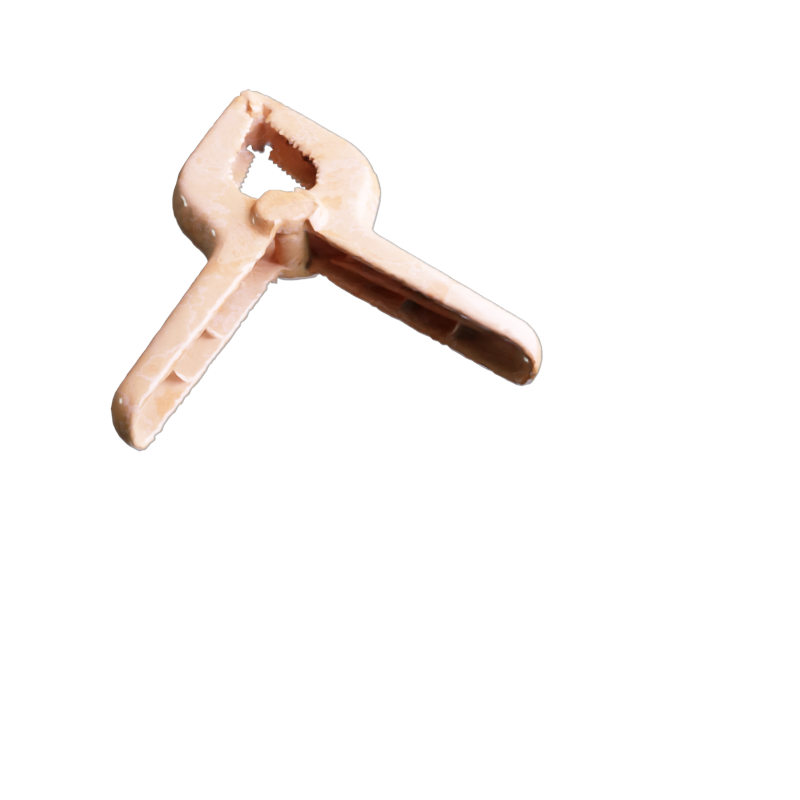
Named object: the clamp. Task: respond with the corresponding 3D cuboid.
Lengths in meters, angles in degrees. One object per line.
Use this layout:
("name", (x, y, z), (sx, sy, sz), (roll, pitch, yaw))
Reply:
("clamp", (-0.038, -0.069, 0.483), (0.164, 0.034, 0.226), (-5, 44, -5))
